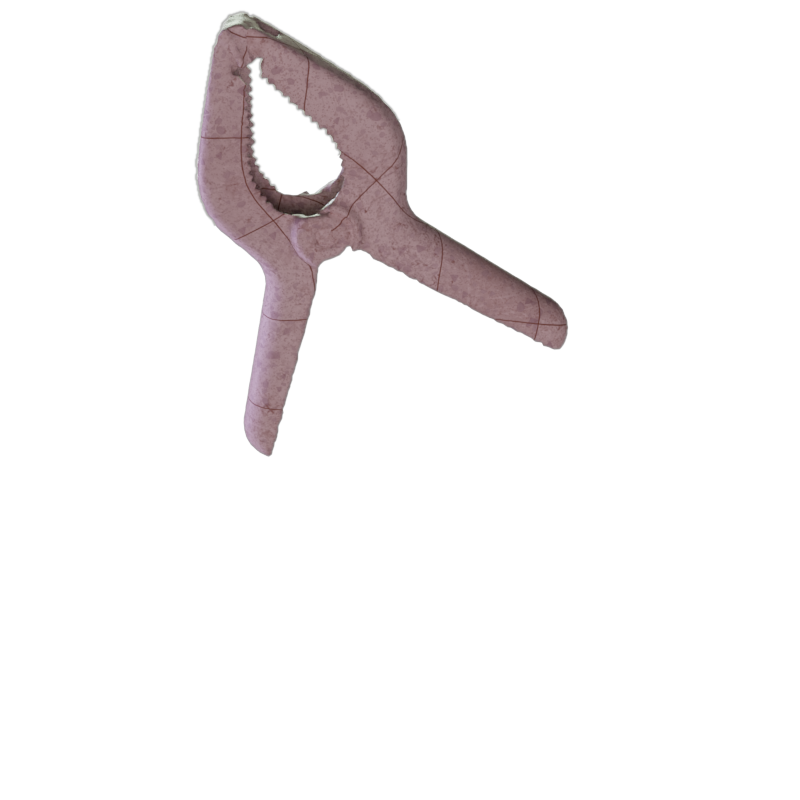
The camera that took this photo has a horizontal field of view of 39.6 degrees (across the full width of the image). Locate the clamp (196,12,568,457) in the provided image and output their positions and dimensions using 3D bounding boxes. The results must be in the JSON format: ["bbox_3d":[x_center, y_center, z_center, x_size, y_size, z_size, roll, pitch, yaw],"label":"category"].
[{"bbox_3d":[-0.040,-0.072,0.507,0.164,0.199,0.038,-28,22,12],"label":"clamp"}]
